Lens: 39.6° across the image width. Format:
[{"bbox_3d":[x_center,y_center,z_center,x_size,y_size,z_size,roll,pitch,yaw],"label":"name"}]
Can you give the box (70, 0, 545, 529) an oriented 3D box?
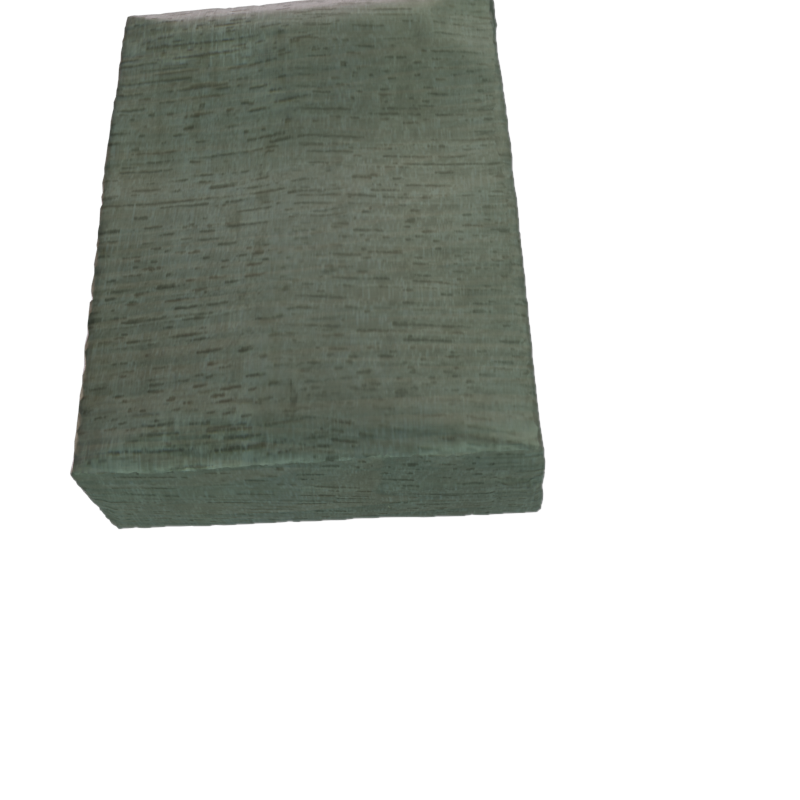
[{"bbox_3d":[-0.035,-0.064,0.446,0.165,0.227,0.067,-4,-29,5],"label":"box"}]
